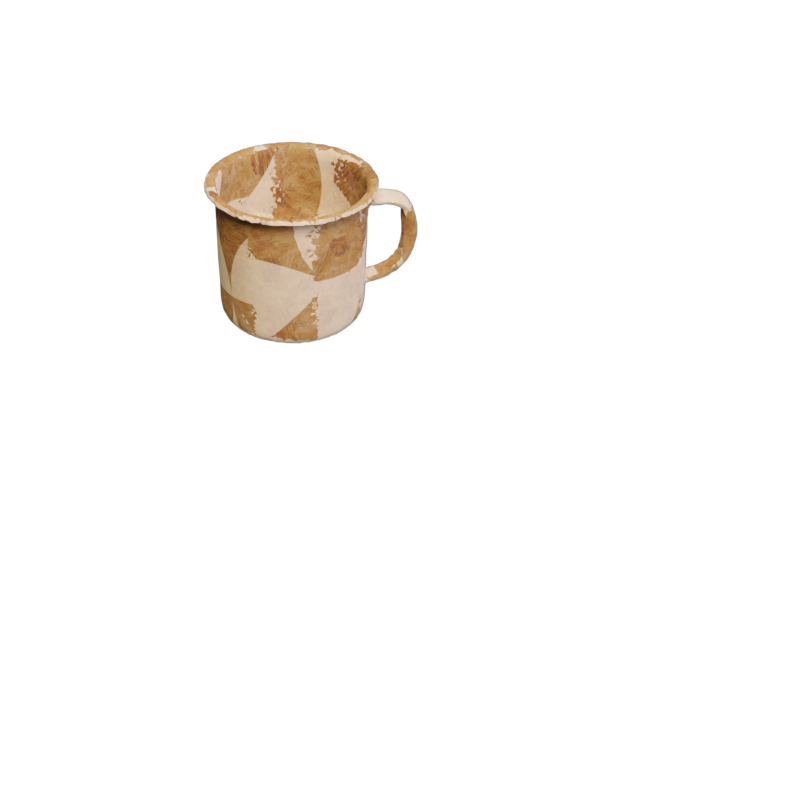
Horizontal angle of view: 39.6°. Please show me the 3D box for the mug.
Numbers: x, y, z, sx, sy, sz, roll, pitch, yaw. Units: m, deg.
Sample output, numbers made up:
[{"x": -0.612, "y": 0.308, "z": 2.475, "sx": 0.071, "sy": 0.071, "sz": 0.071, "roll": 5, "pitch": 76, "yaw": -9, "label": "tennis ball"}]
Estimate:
[{"x": -0.048, "y": -0.087, "z": 0.612, "sx": 0.116, "sy": 0.076, "sz": 0.101, "roll": -9, "pitch": 36, "yaw": -13, "label": "mug"}]
